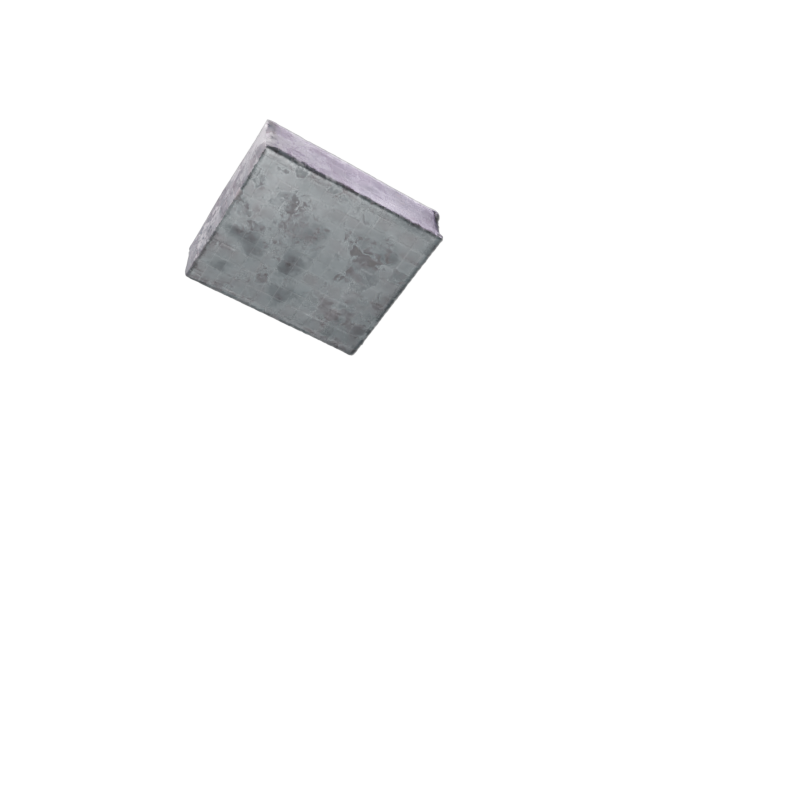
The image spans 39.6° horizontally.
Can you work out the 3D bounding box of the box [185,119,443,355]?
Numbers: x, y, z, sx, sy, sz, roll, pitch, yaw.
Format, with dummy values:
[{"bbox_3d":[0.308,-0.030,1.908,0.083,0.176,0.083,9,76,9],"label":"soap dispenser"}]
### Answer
[{"bbox_3d":[-0.038,-0.069,0.484,0.086,0.071,0.032,26,29,-17],"label":"box"}]
